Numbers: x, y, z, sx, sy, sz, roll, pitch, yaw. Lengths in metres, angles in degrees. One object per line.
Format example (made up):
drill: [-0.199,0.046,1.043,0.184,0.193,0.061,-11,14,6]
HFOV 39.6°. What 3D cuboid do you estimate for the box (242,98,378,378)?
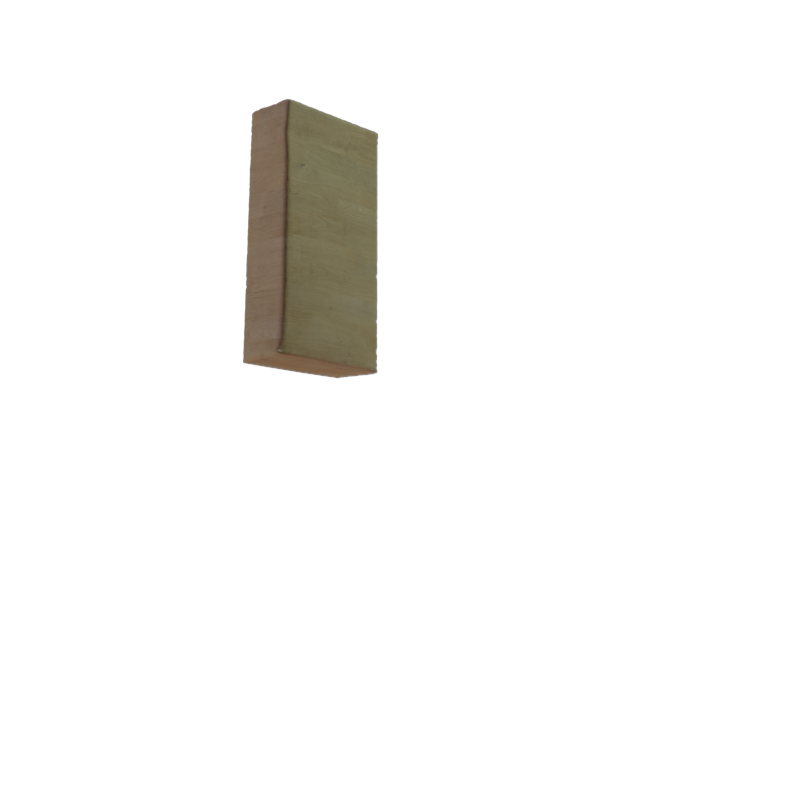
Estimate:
box: [-0.060,-0.109,0.763,0.049,0.183,0.088,-16,-21,41]
